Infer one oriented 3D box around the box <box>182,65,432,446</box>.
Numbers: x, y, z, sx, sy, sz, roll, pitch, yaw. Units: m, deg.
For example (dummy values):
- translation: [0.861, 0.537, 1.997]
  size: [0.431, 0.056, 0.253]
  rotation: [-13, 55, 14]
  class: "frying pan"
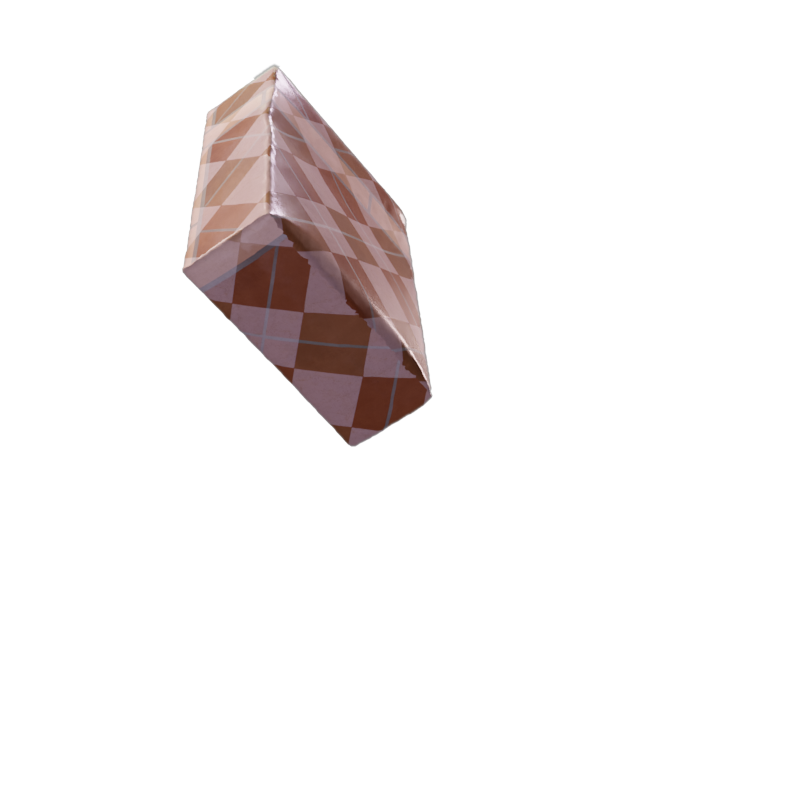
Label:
- translation: [-0.056, -0.103, 0.719]
  size: [0.071, 0.154, 0.229]
  rotation: [-32, 31, 19]
  class: "box"
